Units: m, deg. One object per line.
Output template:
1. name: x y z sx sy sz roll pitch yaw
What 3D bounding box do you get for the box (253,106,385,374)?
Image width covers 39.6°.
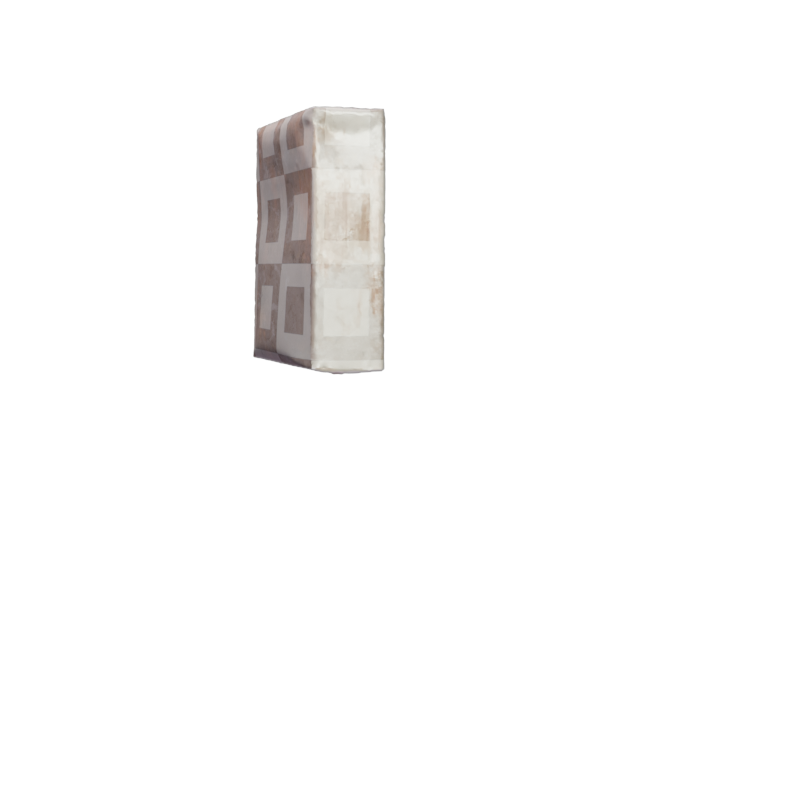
1. box: -0.075 -0.136 0.952 0.070 0.214 0.169 0 2 -23
